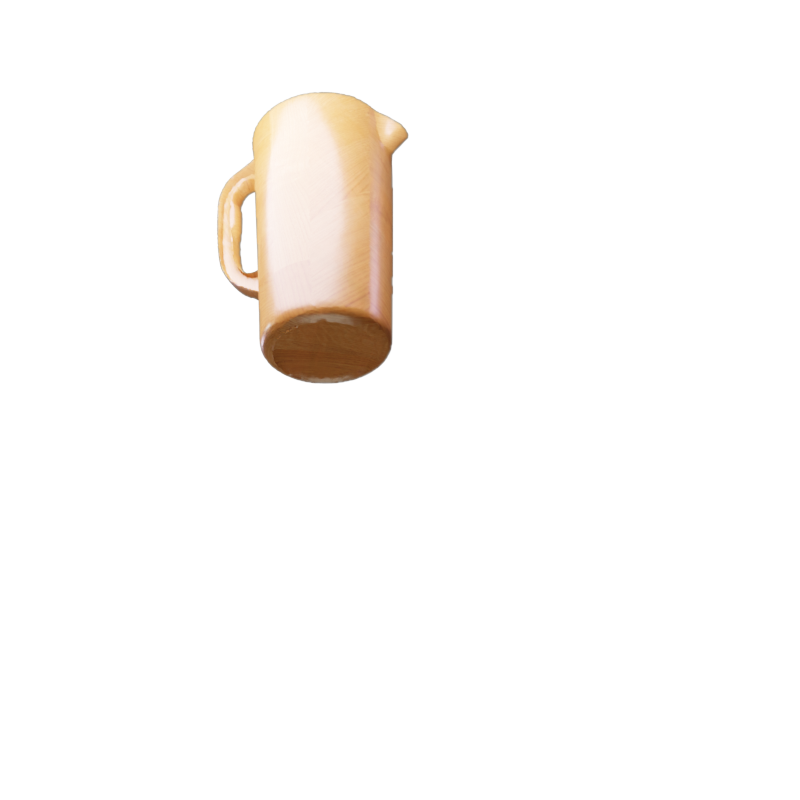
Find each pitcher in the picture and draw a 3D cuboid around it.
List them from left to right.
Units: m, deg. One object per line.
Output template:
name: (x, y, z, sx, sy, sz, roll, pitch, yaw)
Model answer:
pitcher: (-0.076, -0.139, 0.970, 0.140, 0.260, 0.144, 12, -39, -19)
